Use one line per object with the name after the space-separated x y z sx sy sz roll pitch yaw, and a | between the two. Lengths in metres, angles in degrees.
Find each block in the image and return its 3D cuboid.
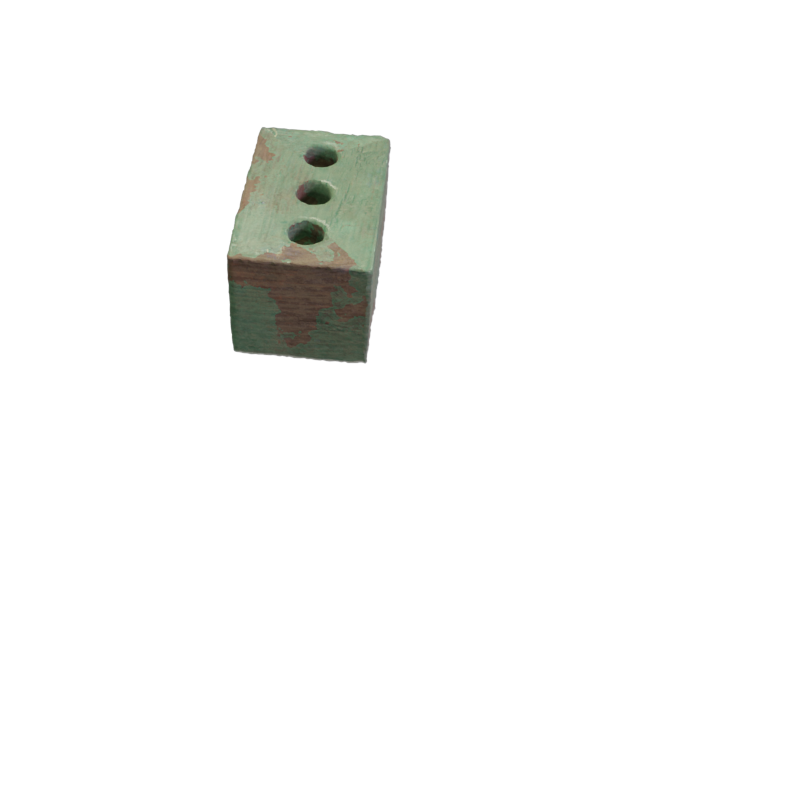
-0.033 -0.060 0.423 0.053 0.083 0.048 4 -43 2 | block
